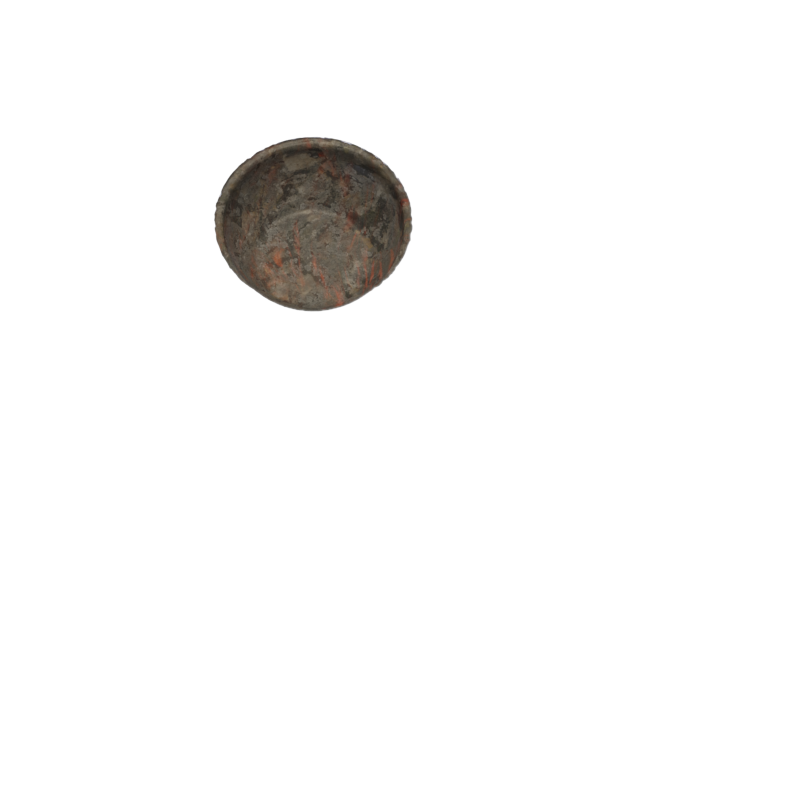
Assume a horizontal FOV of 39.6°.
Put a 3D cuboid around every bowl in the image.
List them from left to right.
[{"bbox_3d":[-0.069,-0.126,0.884,0.162,0.152,0.059,1,34,-1],"label":"bowl"}]
